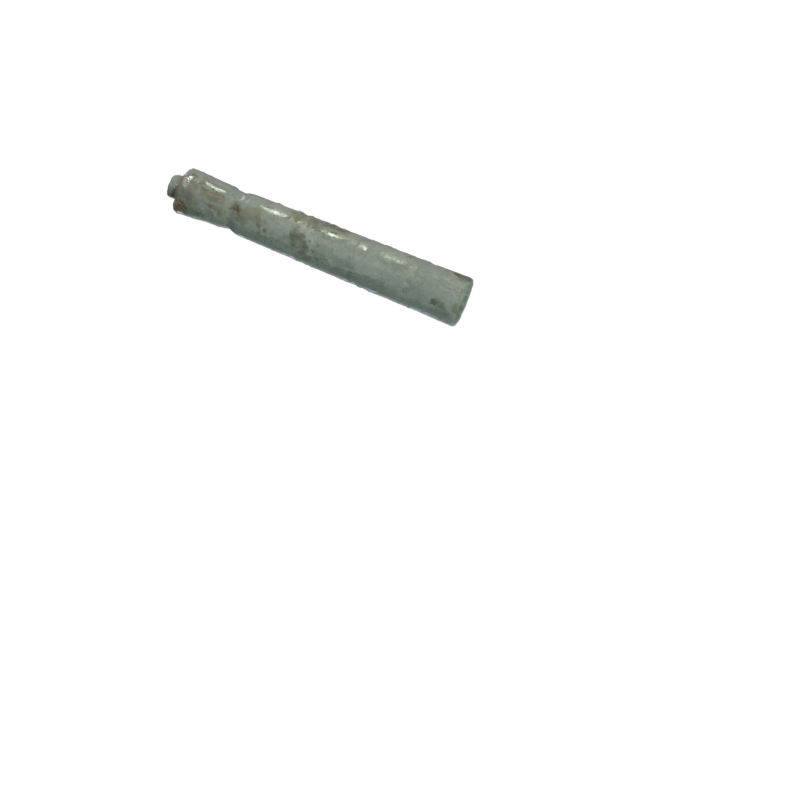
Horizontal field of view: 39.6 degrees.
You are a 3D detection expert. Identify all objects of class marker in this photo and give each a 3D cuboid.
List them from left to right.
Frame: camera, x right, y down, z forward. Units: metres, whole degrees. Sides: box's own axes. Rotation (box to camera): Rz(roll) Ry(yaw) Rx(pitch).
[{"bbox_3d":[-0.032,-0.059,0.412,0.124,0.019,0.019,24,9,13],"label":"marker"}]
